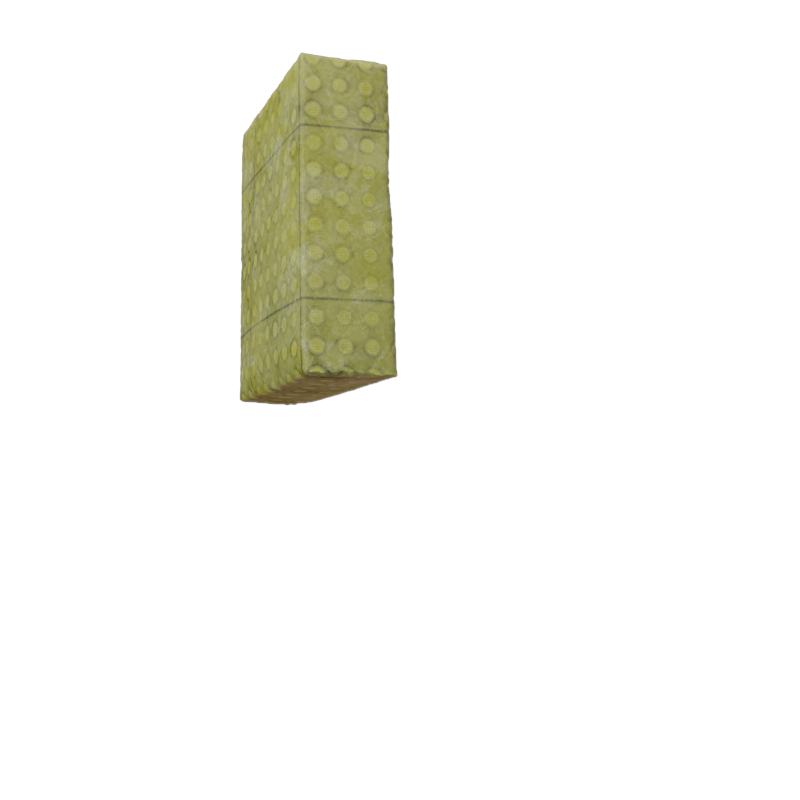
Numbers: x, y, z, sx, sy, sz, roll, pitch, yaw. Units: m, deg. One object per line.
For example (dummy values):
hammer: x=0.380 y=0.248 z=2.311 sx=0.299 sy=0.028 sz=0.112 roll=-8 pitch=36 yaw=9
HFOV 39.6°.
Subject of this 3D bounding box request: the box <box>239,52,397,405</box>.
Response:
box: x=-0.061 y=-0.112 z=0.781 sx=0.070 sy=0.221 sz=0.164 roll=4 pitch=-13 yaw=-21
